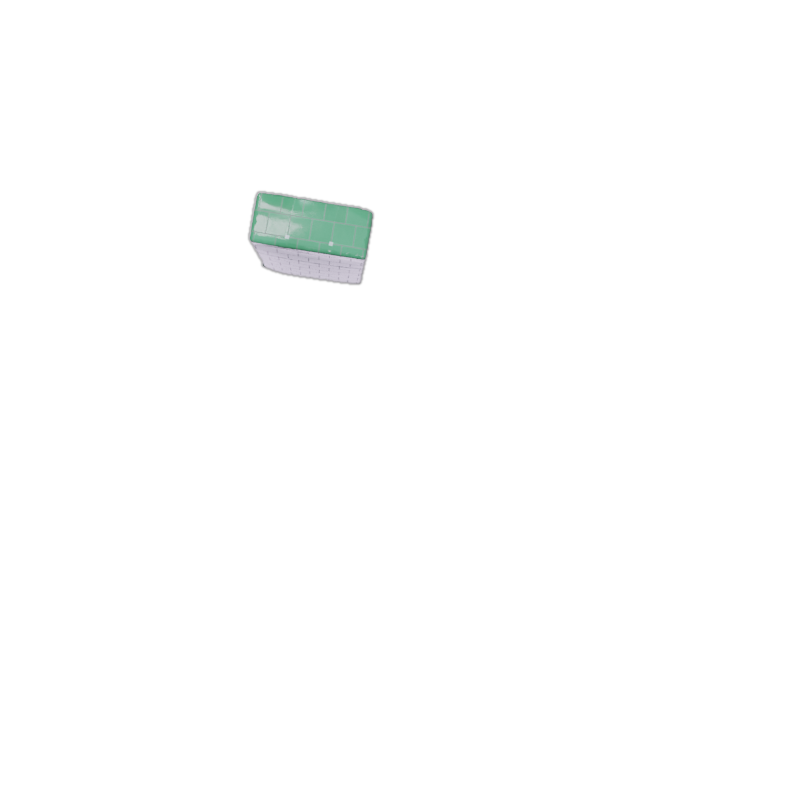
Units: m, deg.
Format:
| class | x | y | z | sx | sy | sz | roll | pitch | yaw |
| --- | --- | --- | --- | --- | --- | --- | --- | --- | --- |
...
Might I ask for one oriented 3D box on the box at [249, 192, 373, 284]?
| class | x | y | z | sx | sy | sz | roll | pitch | yaw |
| --- | --- | --- | --- | --- | --- | --- | --- | --- | --- |
| box | -0.072 | -0.133 | 0.927 | 0.093 | 0.049 | 0.174 | 10 | -4 | -3 |
